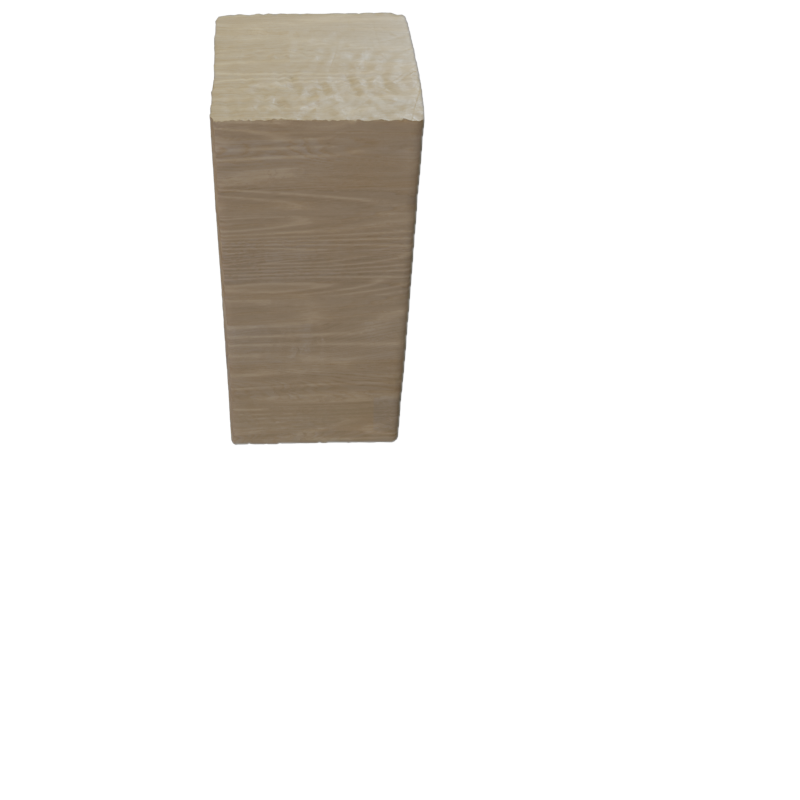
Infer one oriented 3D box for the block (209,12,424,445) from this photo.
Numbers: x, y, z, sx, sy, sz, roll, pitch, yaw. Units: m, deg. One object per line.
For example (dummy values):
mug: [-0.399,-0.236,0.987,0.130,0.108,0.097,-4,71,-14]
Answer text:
block: [-0.043,-0.079,0.550,0.090,0.192,0.097,-1,45,-4]
